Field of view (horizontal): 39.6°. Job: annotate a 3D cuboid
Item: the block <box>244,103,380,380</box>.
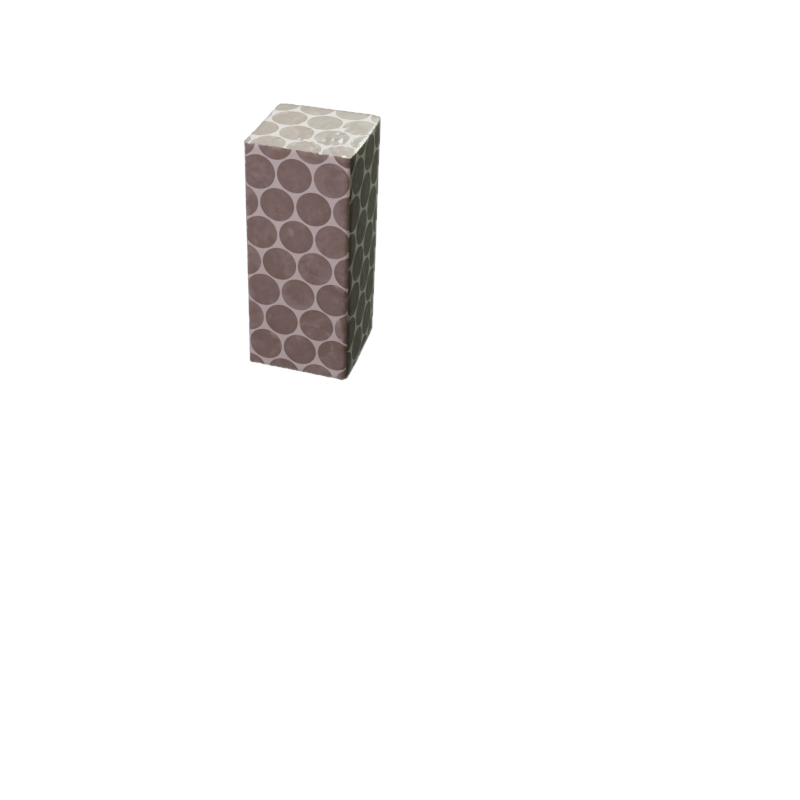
[{"bbox_3d":[-0.072,-0.133,0.931,0.093,0.194,0.094,10,32,13],"label":"block"}]
